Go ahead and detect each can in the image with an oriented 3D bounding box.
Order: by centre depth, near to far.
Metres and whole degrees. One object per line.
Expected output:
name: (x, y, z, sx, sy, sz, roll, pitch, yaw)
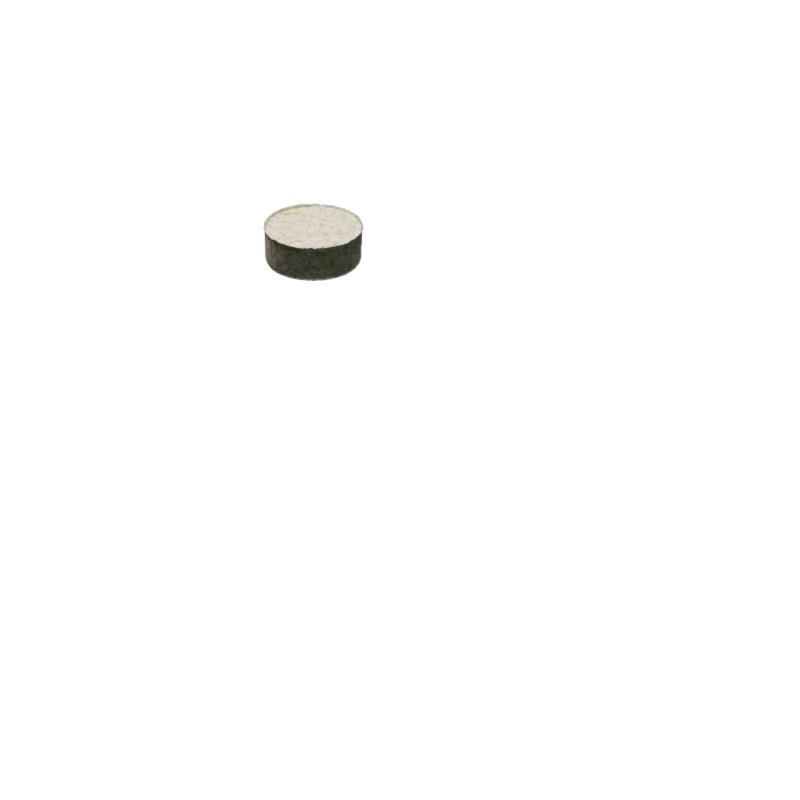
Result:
can: (-0.075, -0.137, 0.961, 0.086, 0.032, 0.091, -1, 33, -2)
